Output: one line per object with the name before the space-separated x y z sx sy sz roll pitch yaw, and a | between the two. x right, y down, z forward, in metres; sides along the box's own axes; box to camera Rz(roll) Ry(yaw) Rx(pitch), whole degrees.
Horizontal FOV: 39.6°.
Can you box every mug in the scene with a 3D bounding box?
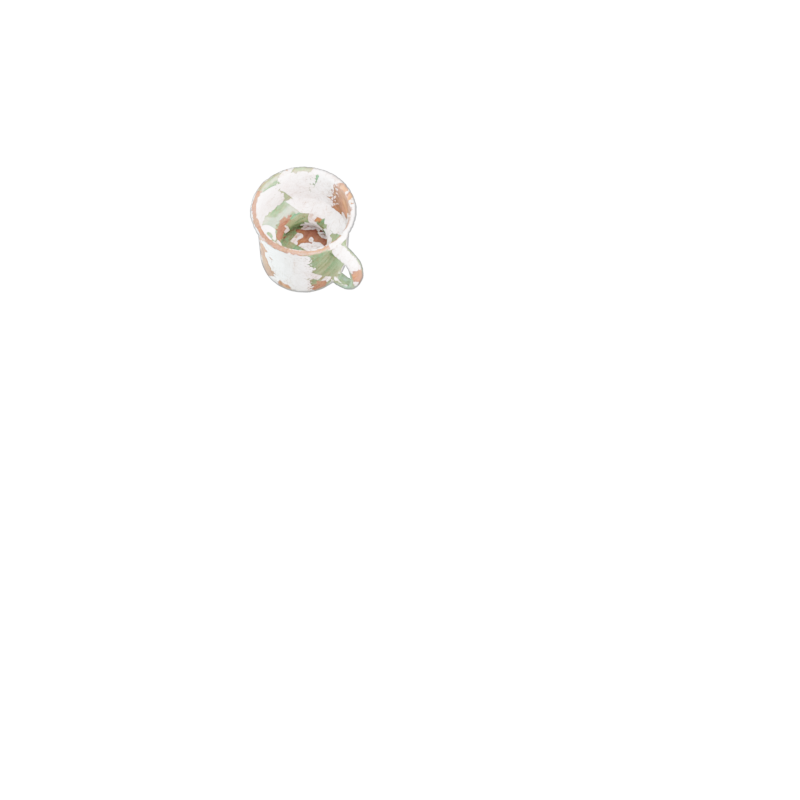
mug | -0.078 -0.142 0.997 0.123 0.094 0.077 39 -23 18
